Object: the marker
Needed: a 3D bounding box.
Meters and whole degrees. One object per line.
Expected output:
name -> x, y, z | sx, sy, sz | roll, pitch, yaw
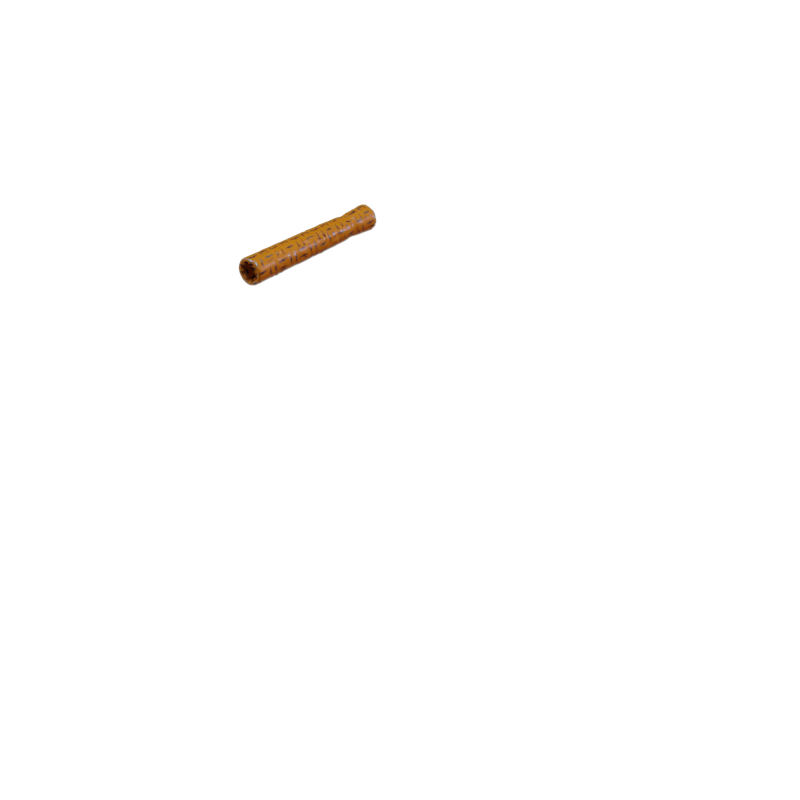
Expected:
marker -> -0.057, -0.104, 0.729 | 0.021, 0.019, 0.121 | 3, 26, 41
